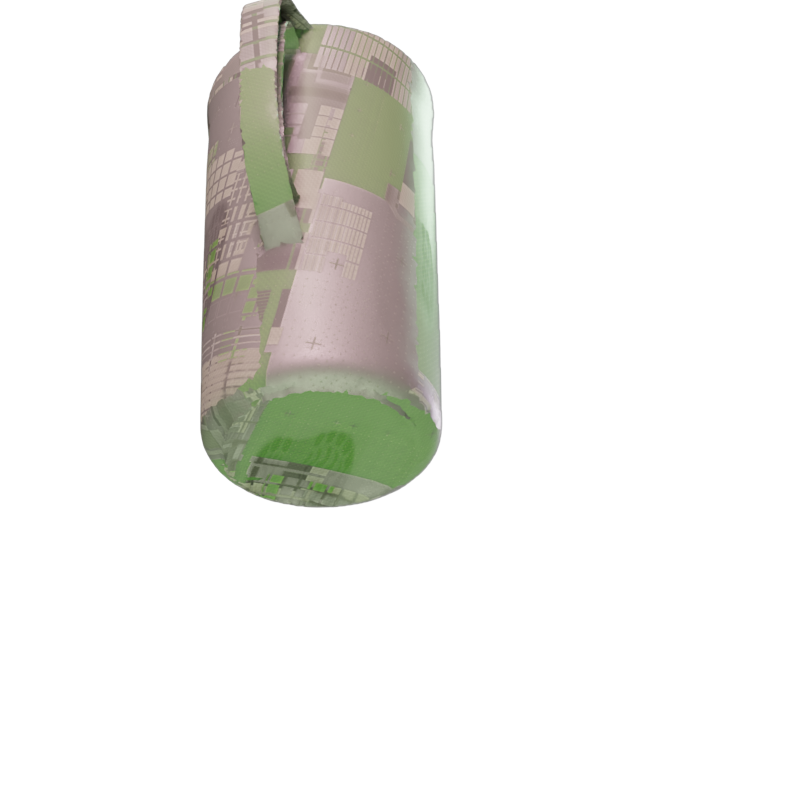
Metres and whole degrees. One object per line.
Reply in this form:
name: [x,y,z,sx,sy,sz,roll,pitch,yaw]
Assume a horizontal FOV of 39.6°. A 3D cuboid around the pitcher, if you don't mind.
pitcher: [-0.044,-0.081,0.565,0.143,0.261,0.141,20,-47,-24]
